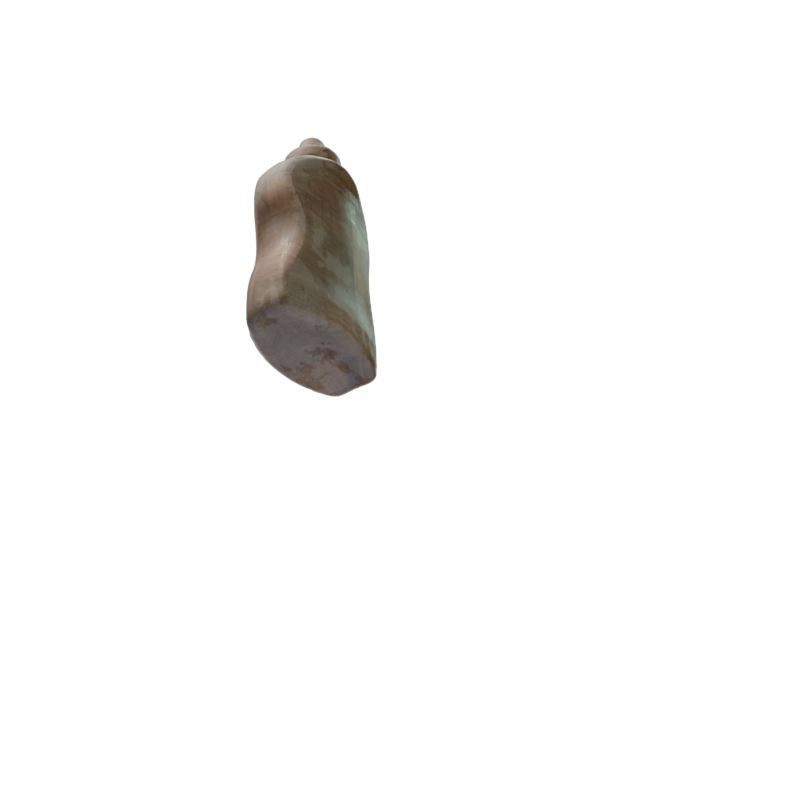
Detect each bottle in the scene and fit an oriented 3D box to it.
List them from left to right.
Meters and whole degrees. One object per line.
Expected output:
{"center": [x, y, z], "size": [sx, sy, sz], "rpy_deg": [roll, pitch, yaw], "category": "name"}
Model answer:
{"center": [-0.057, -0.104, 0.726], "size": [0.058, 0.206, 0.089], "rpy_deg": [-28, -46, 26], "category": "bottle"}
